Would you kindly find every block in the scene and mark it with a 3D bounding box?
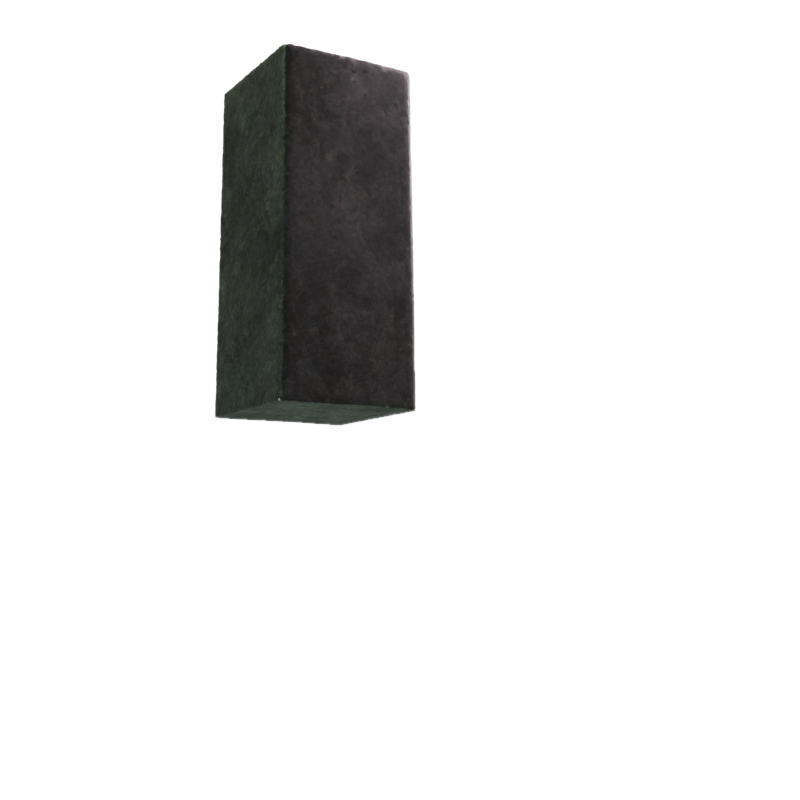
[{"bbox_3d":[-0.051,-0.095,0.666,0.086,0.214,0.091,7,-16,-30],"label":"block"}]
